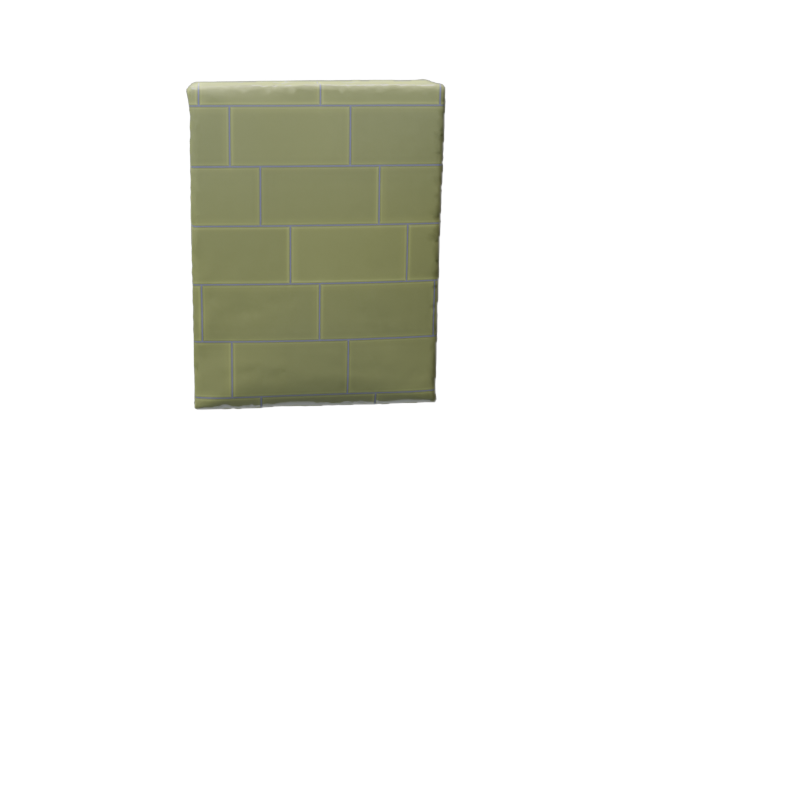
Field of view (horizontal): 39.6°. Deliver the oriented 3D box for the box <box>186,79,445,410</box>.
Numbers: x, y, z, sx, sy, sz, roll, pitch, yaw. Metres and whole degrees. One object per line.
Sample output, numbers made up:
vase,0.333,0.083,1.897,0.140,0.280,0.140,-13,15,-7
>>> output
box,-0.058,-0.106,0.742,0.163,0.208,0.075,-1,13,-7
